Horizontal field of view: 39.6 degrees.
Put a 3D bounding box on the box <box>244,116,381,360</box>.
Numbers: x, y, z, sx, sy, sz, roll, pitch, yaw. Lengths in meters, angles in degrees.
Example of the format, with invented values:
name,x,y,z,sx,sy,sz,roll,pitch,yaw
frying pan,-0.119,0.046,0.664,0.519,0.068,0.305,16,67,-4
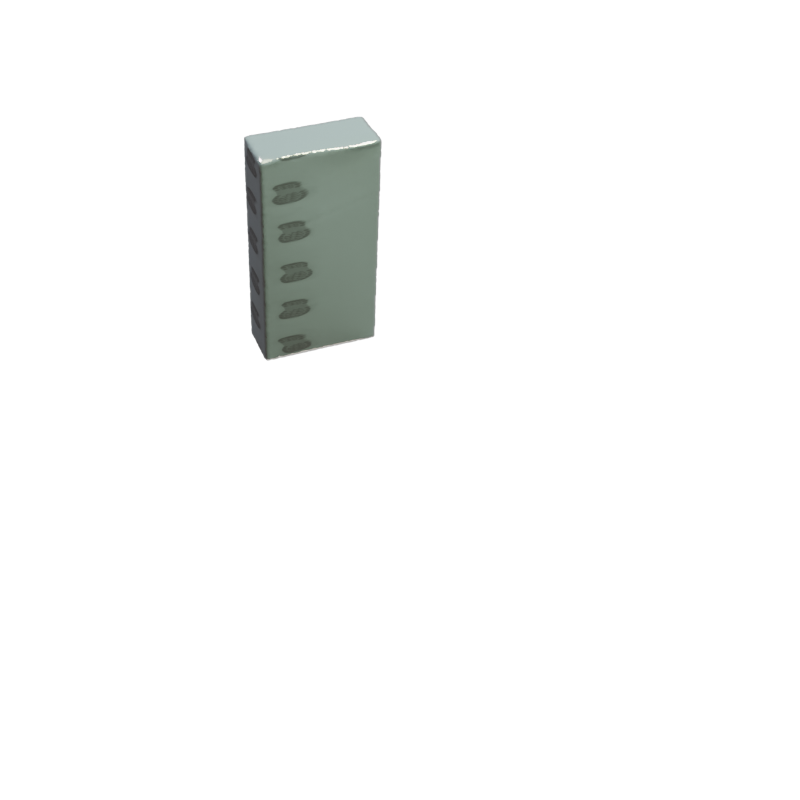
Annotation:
name,x,y,z,sx,sy,sz,roll,pitch,yaw
box,-0.064,-0.117,0.822,0.092,0.165,0.052,-13,42,-18
